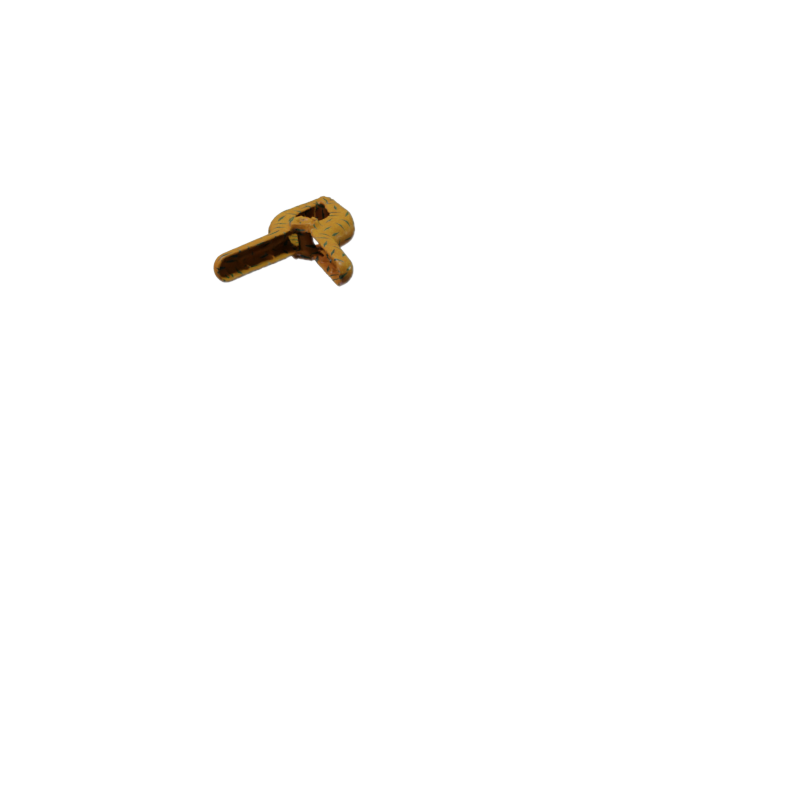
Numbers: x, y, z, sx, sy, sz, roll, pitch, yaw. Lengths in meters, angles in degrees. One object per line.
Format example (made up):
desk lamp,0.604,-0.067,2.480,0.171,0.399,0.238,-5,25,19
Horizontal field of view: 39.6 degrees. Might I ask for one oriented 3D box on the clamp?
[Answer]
clamp,-0.077,-0.141,0.986,0.124,0.037,0.176,11,33,18
